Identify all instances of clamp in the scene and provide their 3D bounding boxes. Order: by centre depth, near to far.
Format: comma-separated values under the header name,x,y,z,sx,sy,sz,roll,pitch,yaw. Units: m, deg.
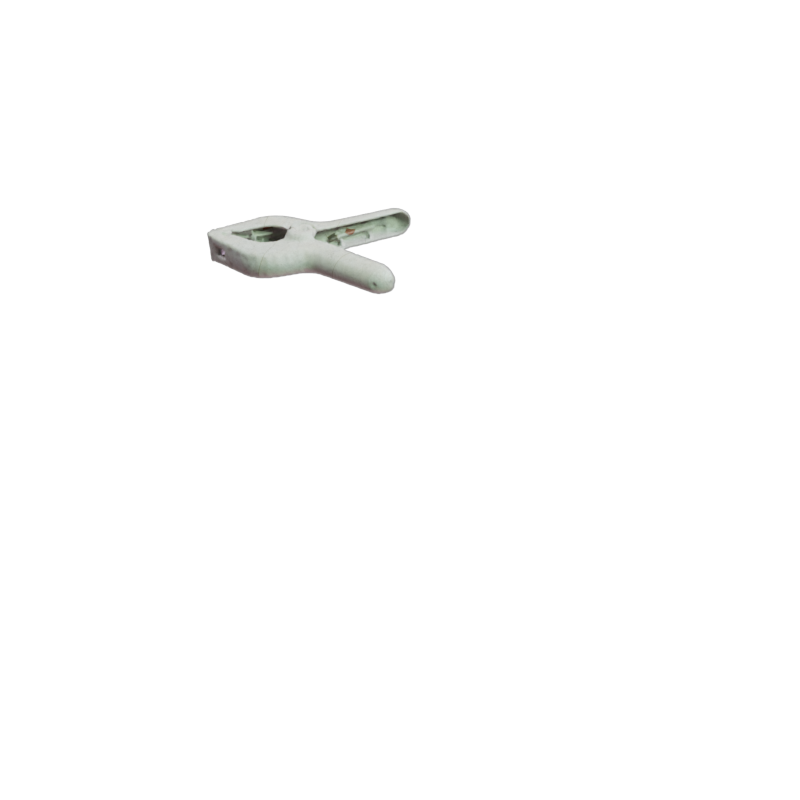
name,x,y,z,sx,sy,sz,roll,pitch,yaw
clamp,-0.073,-0.133,0.933,0.176,0.037,0.123,9,30,16
